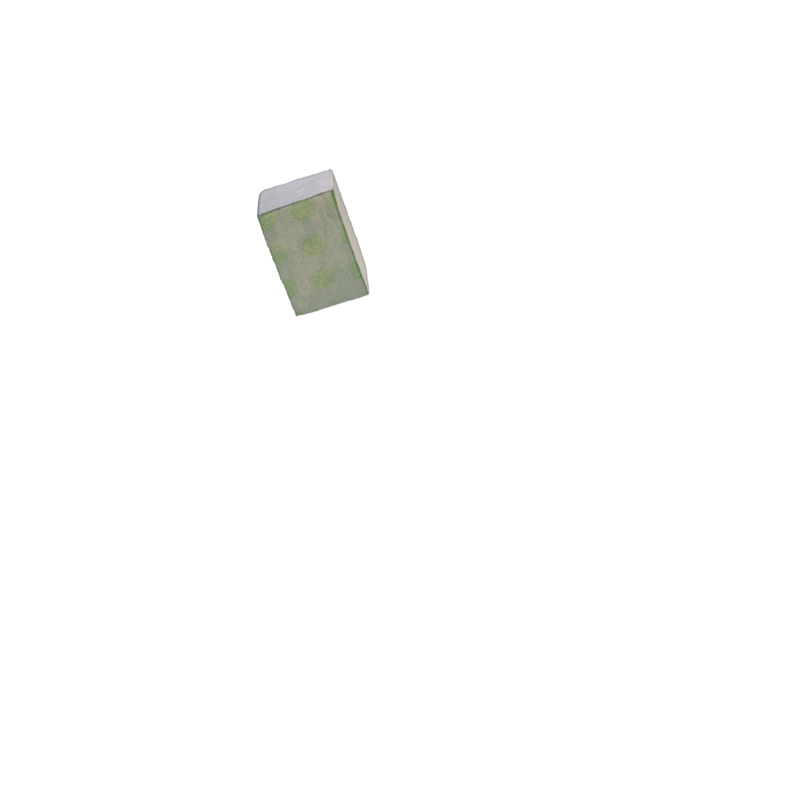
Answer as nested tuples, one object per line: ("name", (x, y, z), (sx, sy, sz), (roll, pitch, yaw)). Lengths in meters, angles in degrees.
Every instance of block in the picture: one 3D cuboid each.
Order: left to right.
("block", (-0.057, -0.104, 0.730), (0.053, 0.074, 0.054), (-17, 24, 6))
